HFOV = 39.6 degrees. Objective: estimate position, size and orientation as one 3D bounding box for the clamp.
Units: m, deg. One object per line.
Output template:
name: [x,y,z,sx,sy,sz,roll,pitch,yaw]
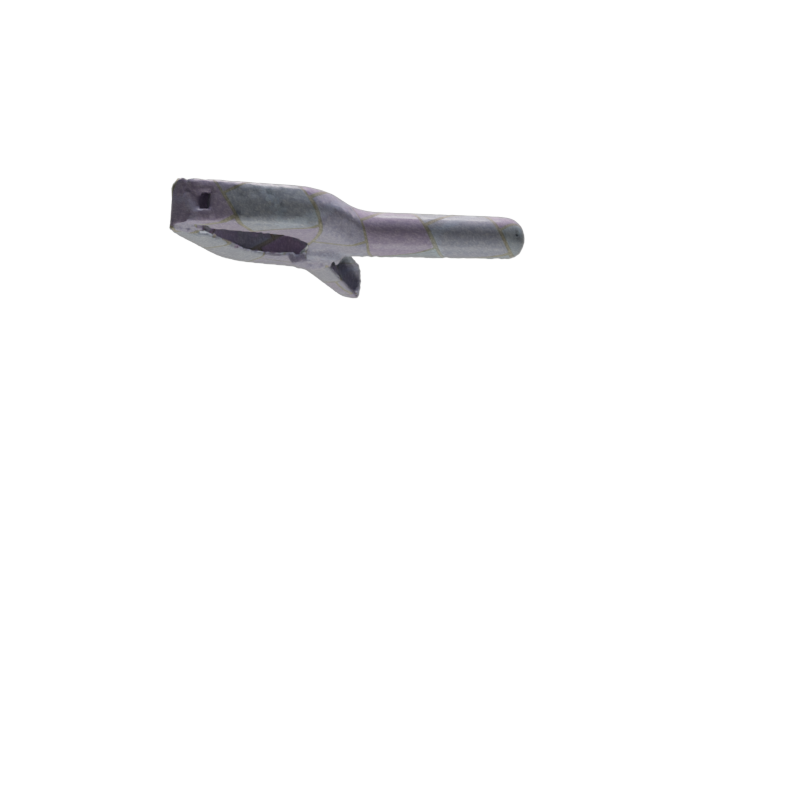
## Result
clamp: [-0.054,-0.098,0.684,0.201,0.037,0.167,6,-11,-33]
